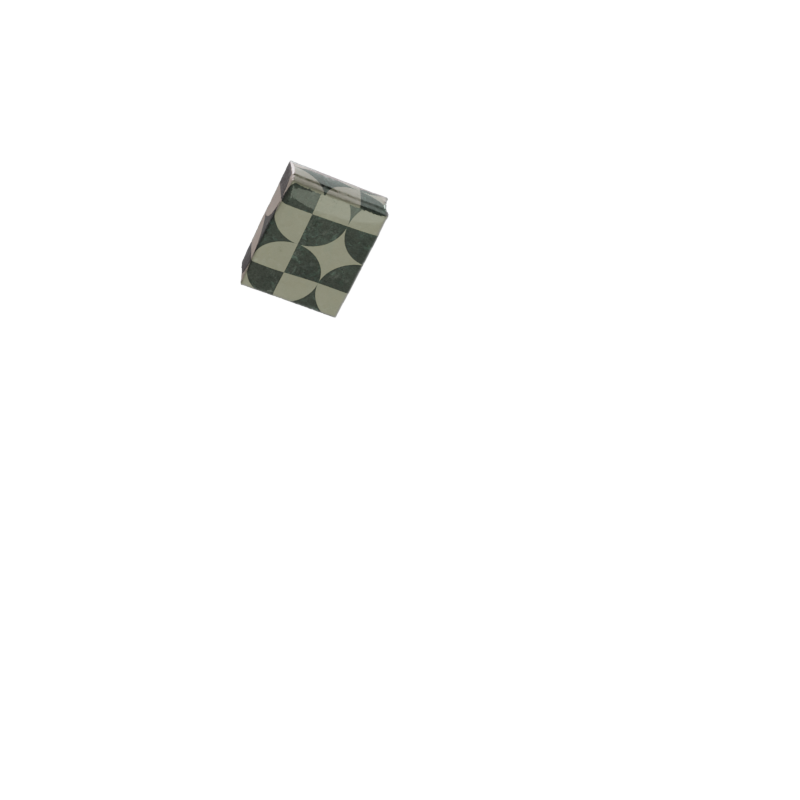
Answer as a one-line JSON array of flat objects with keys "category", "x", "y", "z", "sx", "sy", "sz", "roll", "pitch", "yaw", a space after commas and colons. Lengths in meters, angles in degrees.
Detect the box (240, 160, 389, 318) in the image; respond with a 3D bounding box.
[{"category": "box", "x": -0.073, "y": -0.133, "z": 0.928, "sx": 0.087, "sy": 0.109, "sz": 0.042, "roll": 21, "pitch": 33, "yaw": -15}]
